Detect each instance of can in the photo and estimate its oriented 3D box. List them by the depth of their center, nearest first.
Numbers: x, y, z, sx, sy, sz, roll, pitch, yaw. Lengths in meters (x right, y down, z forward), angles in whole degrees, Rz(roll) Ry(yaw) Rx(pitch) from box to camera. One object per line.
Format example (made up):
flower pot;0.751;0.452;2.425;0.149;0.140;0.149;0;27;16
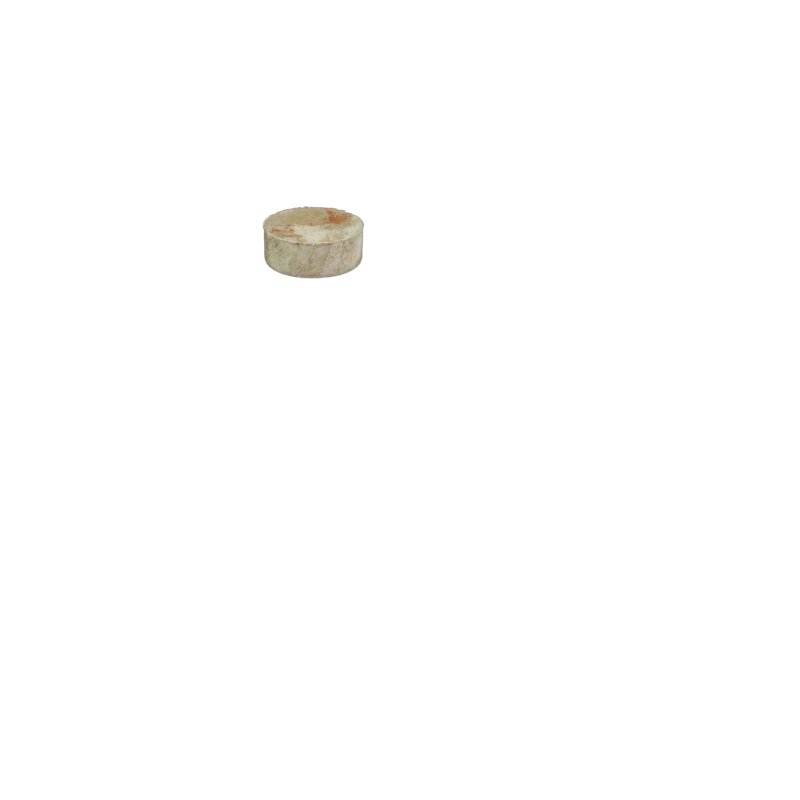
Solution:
can;-0.074;-0.135;0.944;0.086;0.032;0.091;-1;28;-2
